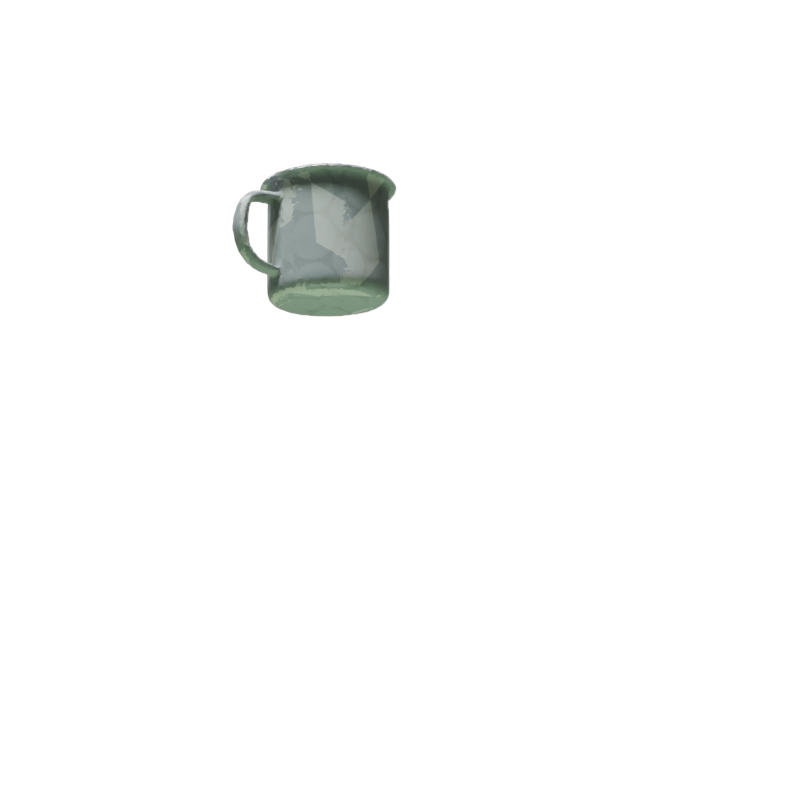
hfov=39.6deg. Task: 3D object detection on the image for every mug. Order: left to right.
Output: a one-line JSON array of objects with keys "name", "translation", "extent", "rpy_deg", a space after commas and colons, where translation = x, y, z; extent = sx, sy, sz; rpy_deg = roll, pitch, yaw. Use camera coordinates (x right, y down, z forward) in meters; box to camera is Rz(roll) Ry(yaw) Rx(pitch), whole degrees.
[{"name": "mug", "translation": [-0.058, -0.106, 0.740], "extent": [0.112, 0.085, 0.094], "rpy_deg": [9, -17, -35]}]
